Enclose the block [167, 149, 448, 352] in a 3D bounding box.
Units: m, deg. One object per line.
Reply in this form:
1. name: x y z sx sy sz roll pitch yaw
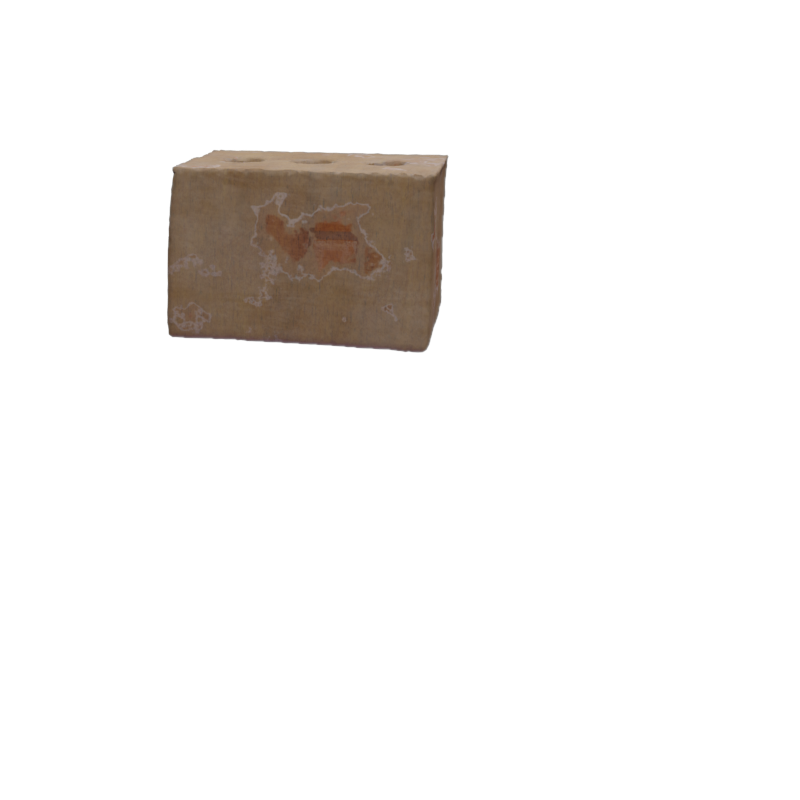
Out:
1. block: -0.026 -0.048 0.338 0.079 0.050 0.054 3 16 9
